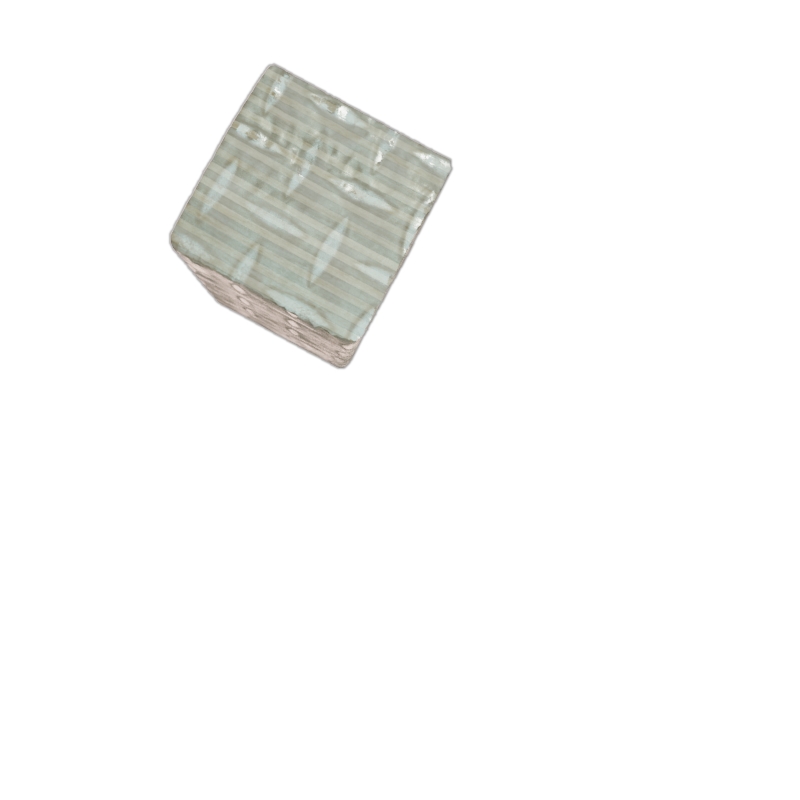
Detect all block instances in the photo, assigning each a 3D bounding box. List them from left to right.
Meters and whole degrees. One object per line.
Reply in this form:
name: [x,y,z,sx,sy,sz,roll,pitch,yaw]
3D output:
block: [-0.044,-0.079,0.554,0.091,0.091,0.204,29,-4,-2]
